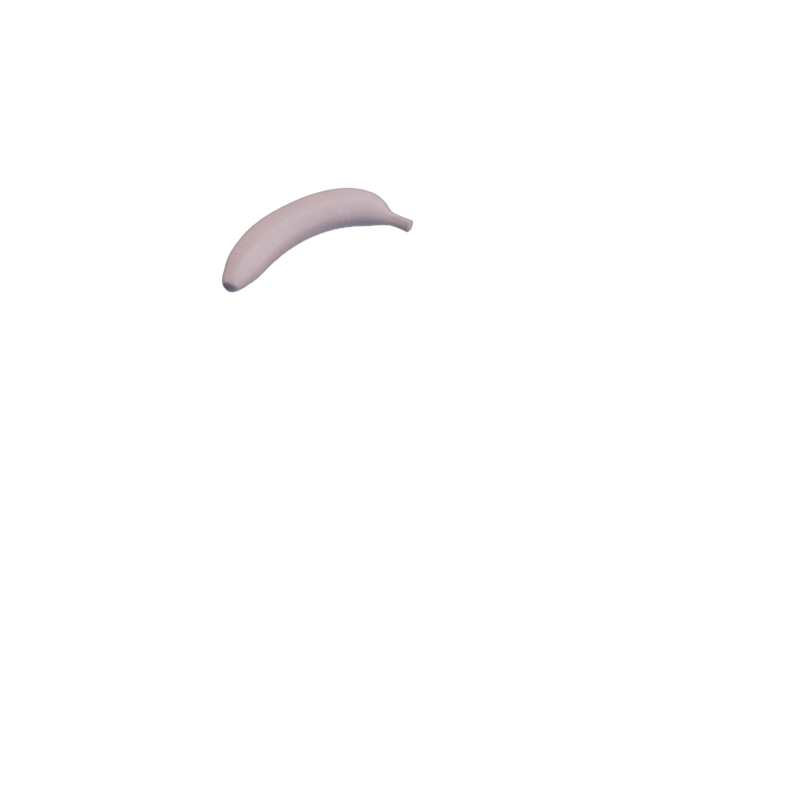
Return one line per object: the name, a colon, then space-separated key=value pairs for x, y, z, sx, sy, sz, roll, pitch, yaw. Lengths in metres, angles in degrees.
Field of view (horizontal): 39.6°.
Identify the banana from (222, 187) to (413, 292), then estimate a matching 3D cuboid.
banana: x=-0.085 y=-0.154 z=1.002 sx=0.196 sy=0.034 sz=0.075 roll=-24 pitch=47 yaw=-26
